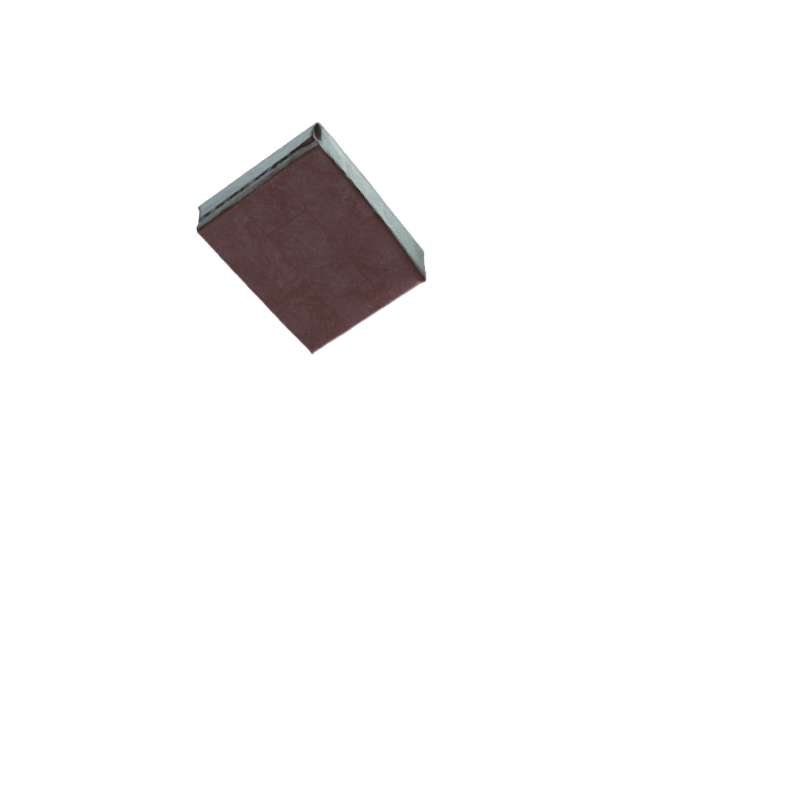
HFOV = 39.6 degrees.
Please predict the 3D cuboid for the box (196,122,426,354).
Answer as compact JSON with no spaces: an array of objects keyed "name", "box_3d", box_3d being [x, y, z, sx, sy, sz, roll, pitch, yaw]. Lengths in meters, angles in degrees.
[{"name":"box","box_3d":[-0.051,-0.093,0.653,0.089,0.107,0.041,-32,25,17]}]
